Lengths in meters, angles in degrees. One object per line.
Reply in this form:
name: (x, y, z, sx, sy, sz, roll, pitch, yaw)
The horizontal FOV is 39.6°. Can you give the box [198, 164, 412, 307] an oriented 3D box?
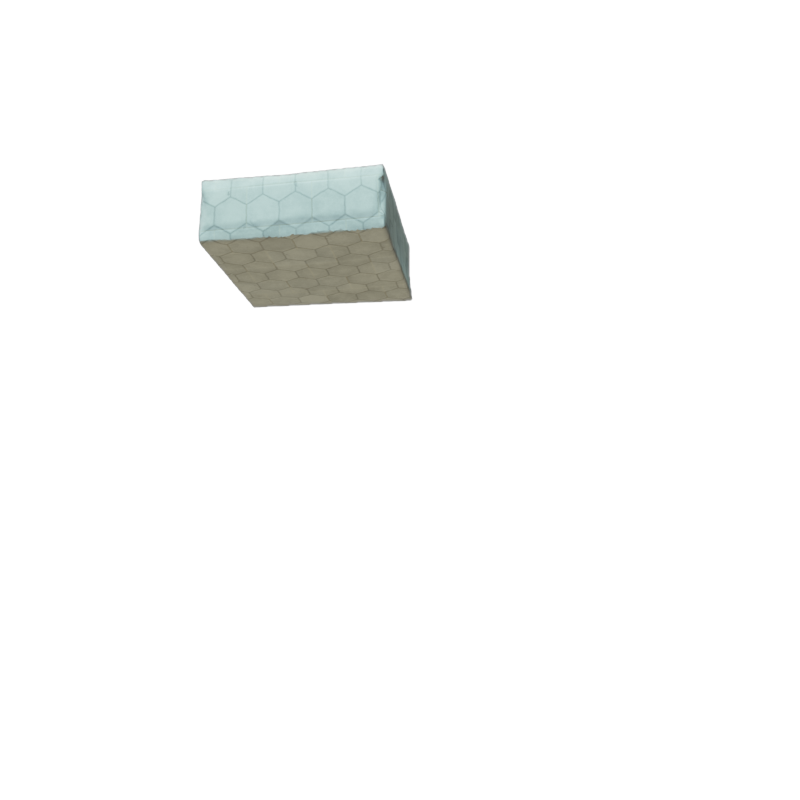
box: (-0.036, -0.066, 0.461, 0.074, 0.031, 0.085, -3, -14, 9)
